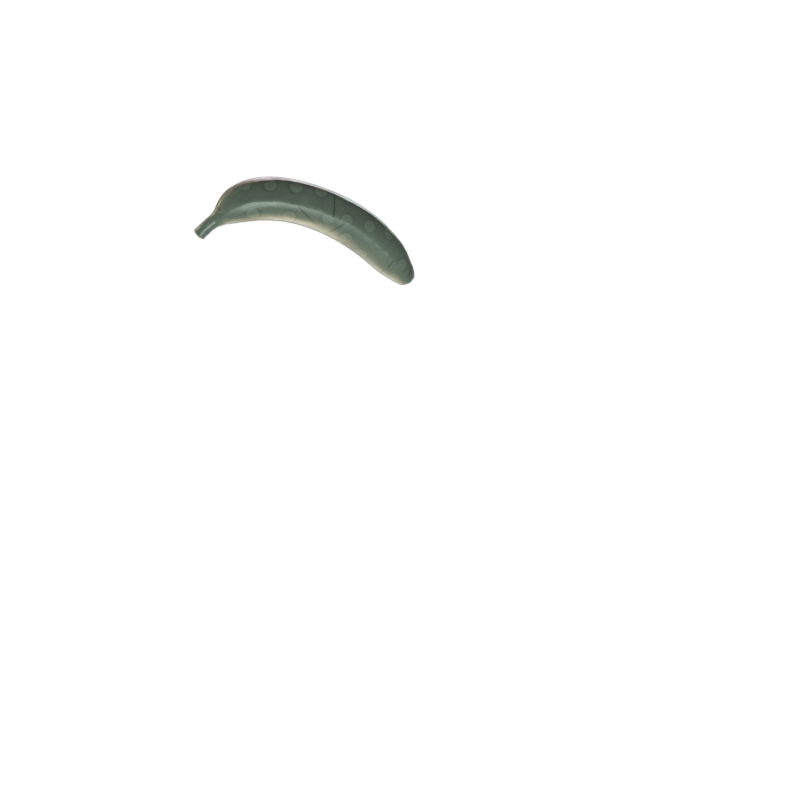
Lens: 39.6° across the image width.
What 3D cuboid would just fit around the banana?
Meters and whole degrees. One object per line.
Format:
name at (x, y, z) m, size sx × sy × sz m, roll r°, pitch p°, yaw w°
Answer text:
banana at (-0.073, -0.152, 0.954) m, size 0.194 × 0.066 × 0.039 m, roll 13°, pitch 35°, yaw -10°
